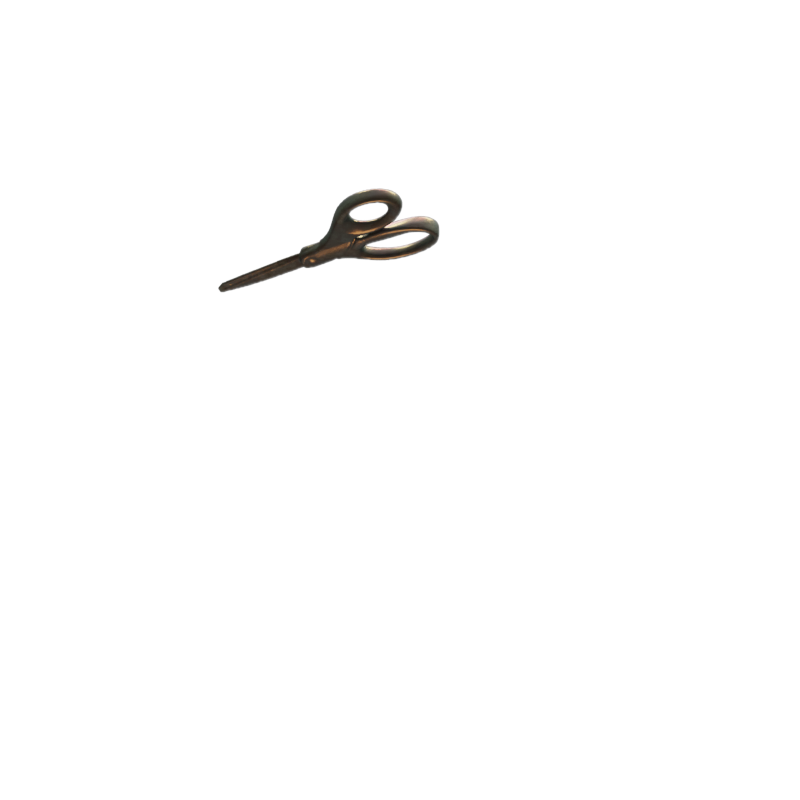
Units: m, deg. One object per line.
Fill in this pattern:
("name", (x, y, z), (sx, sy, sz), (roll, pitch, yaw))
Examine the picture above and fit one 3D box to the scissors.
("scissors", (-0.070, -0.128, 0.900), (0.204, 0.017, 0.089), (-8, -30, 14))
